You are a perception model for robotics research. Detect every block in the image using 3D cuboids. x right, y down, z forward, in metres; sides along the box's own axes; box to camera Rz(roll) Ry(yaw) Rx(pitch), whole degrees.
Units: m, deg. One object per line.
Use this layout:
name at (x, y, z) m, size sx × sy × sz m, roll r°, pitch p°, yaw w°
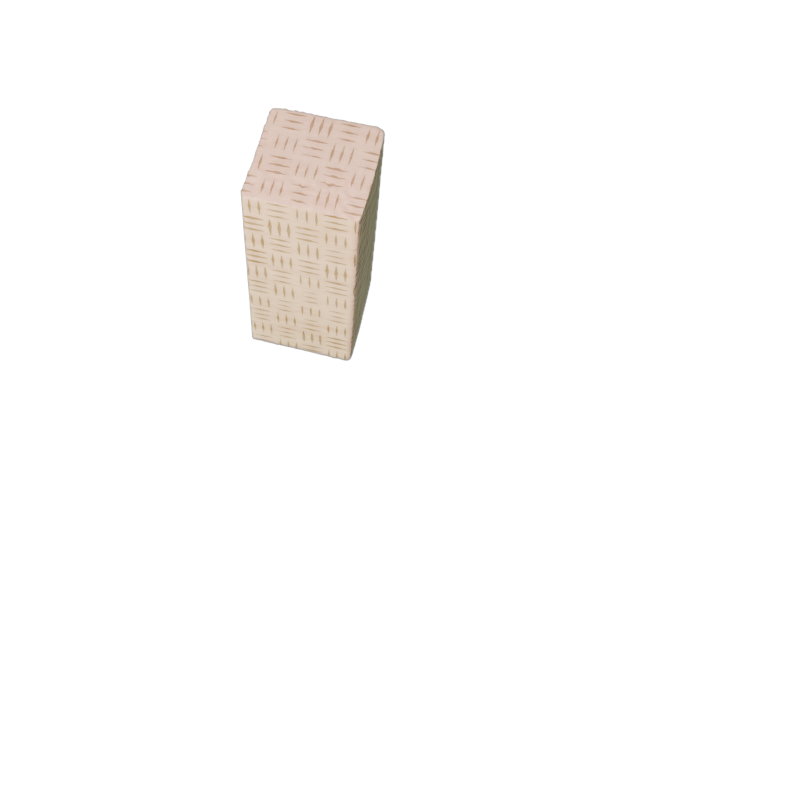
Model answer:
block at (-0.069, -0.127, 0.890) m, size 0.092 × 0.095 × 0.194 m, roll 13°, pitch -29°, yaw 3°
